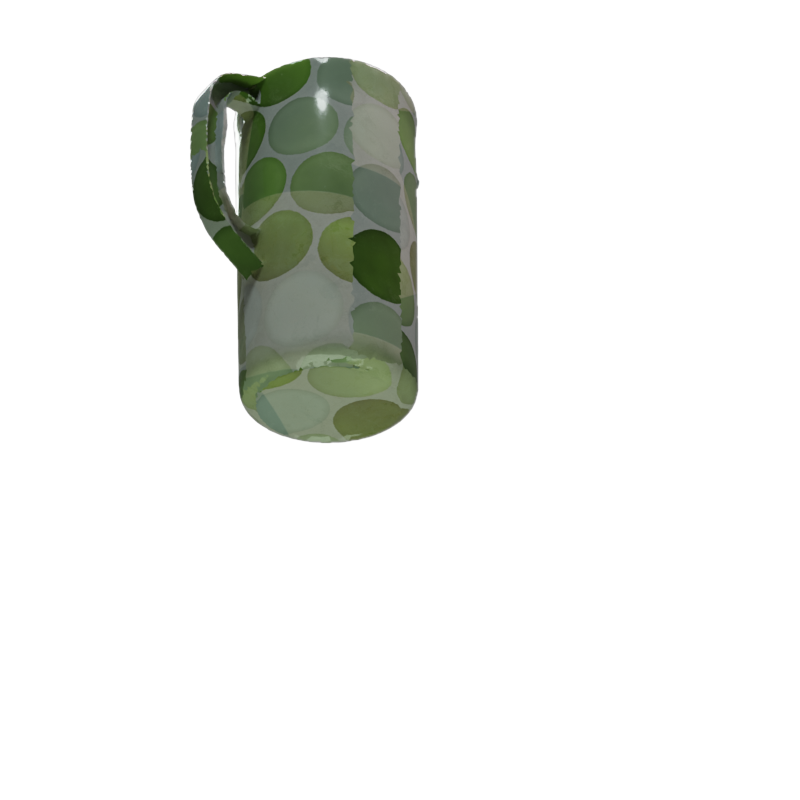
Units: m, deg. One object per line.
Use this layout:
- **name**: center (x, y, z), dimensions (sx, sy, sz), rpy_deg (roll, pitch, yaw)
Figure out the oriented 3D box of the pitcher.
- **pitcher**: center (-0.057, -0.104, 0.729), dimensions (0.150, 0.260, 0.134), rpy_deg (-4, -36, 2)
